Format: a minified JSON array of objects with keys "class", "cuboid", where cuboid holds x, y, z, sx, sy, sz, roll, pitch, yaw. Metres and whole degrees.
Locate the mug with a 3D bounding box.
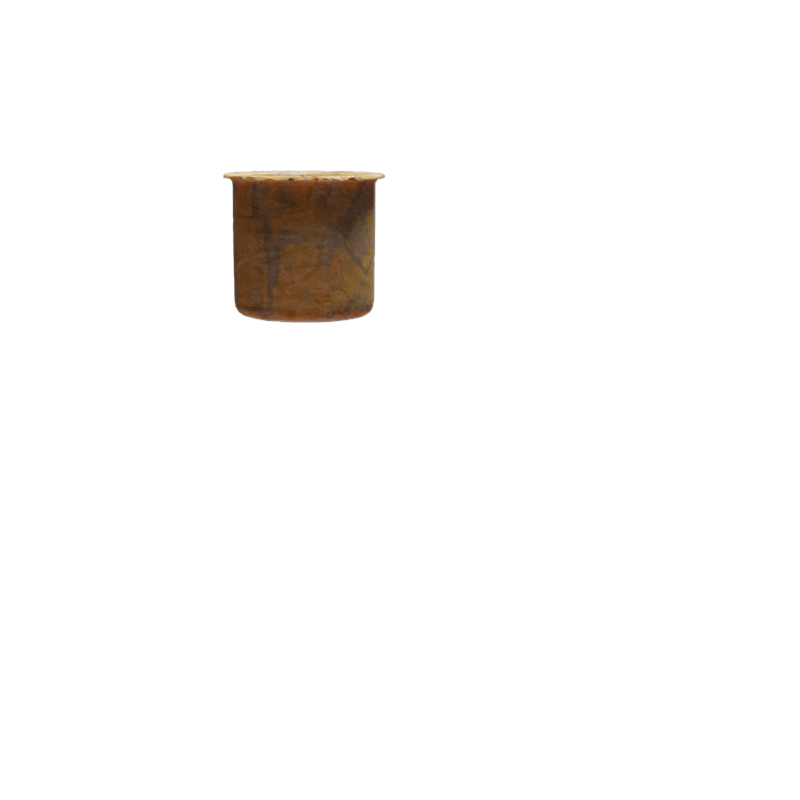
[{"class":"mug","cuboid":[-0.051,-0.093,0.652,0.096,0.080,0.116,5,12,23]}]
